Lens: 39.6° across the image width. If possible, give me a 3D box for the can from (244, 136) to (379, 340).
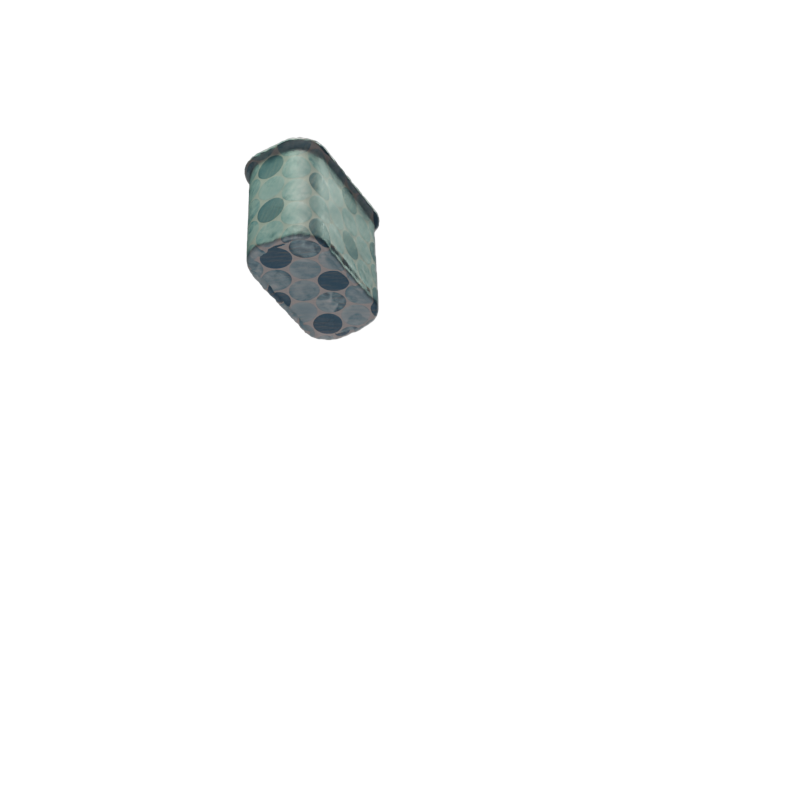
[{"bbox_3d":[-0.054,-0.099,0.696,0.058,0.090,0.094,-22,-44,21],"label":"can"}]
